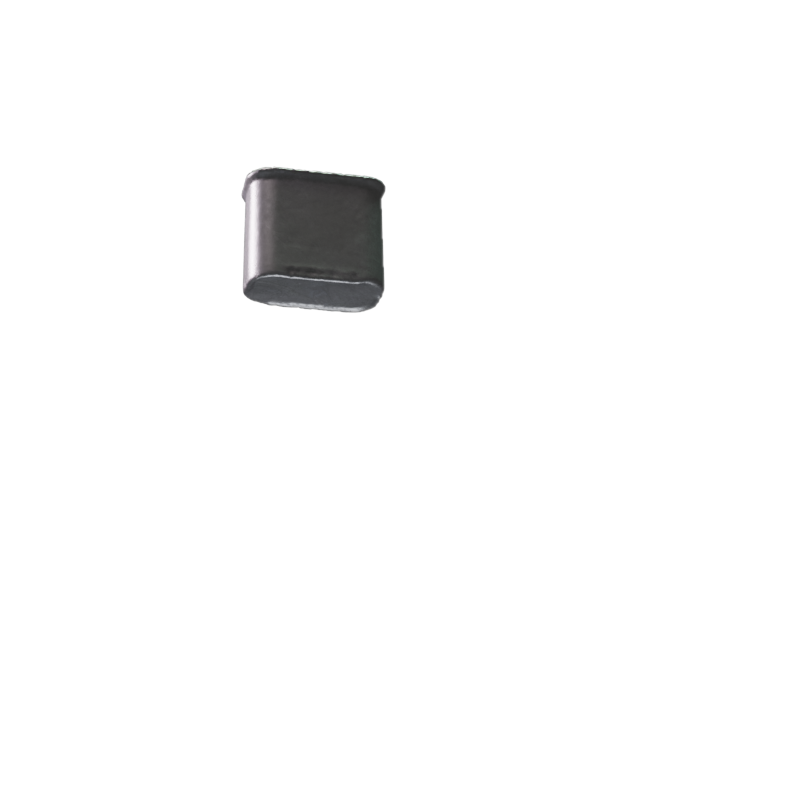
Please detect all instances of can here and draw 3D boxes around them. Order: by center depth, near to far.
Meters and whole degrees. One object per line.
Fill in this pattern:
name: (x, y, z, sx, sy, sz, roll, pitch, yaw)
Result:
can: (-0.061, -0.112, 0.784, 0.100, 0.089, 0.055, 4, -24, -12)
